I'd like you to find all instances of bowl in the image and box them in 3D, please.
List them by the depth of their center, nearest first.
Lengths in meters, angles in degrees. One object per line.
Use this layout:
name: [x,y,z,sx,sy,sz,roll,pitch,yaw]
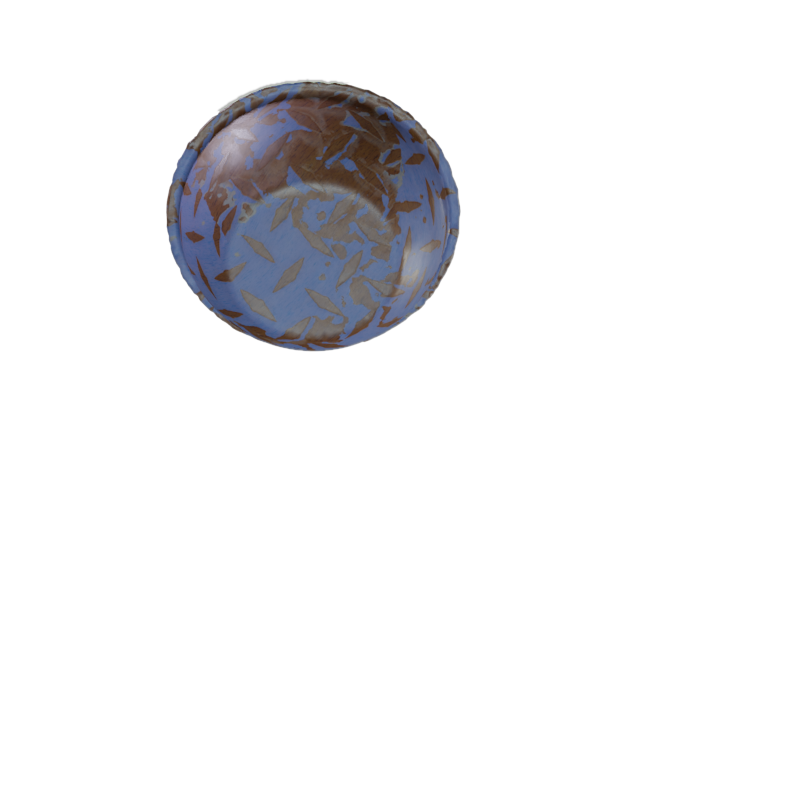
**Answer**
bowl: [-0.046,-0.084,0.587,0.162,0.153,0.058,1,27,-1]
